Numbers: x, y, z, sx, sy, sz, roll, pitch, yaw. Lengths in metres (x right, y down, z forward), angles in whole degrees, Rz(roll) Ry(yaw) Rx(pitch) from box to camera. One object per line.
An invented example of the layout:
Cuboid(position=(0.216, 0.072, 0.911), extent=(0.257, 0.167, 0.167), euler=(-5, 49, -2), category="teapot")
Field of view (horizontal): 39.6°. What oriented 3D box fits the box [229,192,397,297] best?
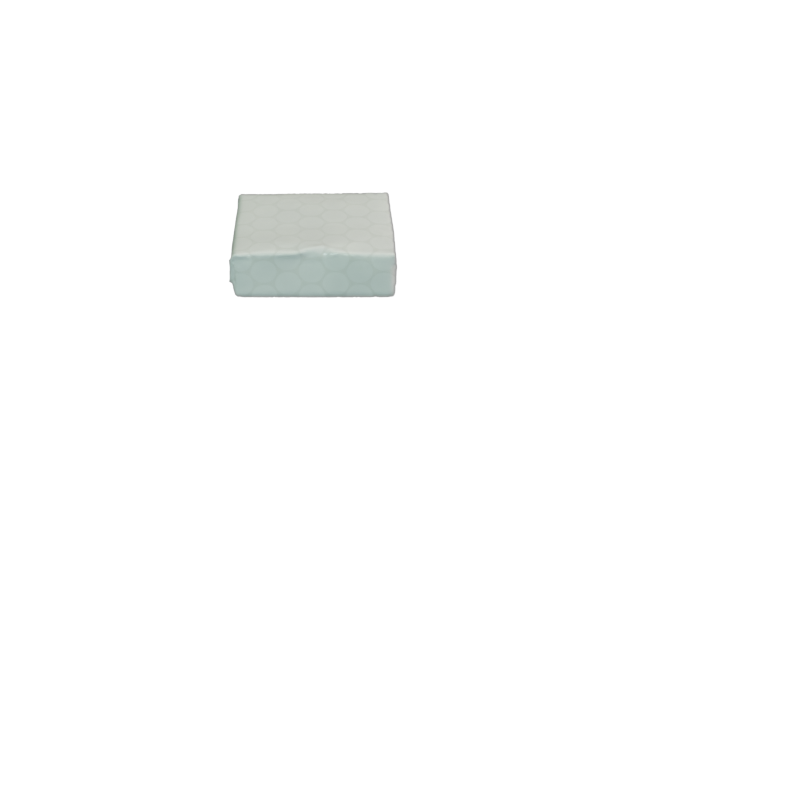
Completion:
Cuboid(position=(-0.048, -0.088, 0.617), extent=(0.089, 0.028, 0.078), euler=(-1, 35, -1), category="box")
